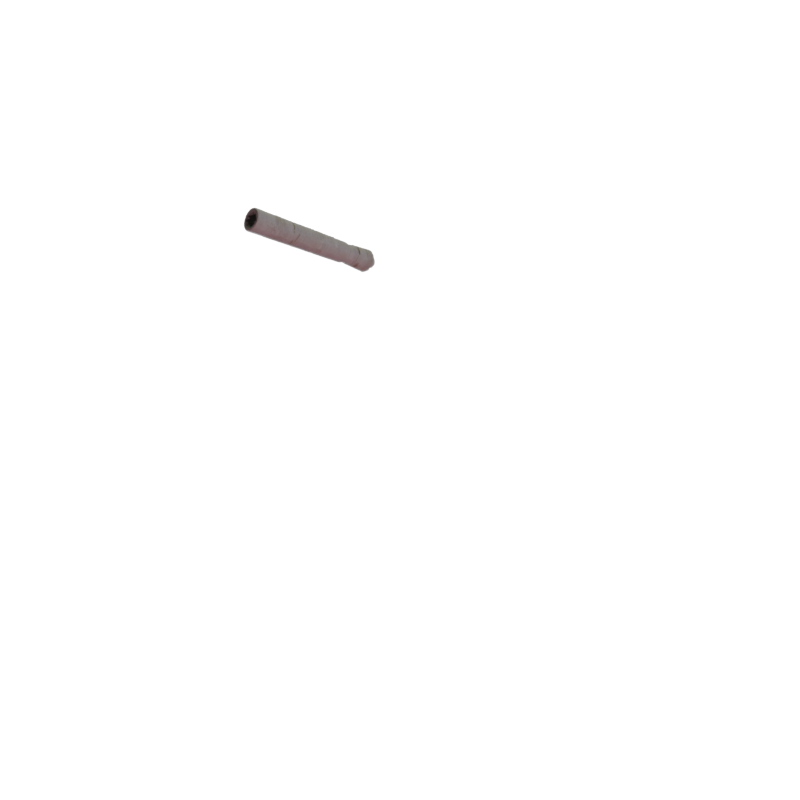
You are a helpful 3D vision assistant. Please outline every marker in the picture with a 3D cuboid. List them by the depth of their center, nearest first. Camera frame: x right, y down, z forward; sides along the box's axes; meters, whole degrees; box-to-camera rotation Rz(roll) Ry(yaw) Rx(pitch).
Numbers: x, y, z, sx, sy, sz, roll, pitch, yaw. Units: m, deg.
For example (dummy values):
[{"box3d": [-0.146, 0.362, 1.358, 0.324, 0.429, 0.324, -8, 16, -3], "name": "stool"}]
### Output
[{"box3d": [-0.068, -0.124, 0.872, 0.114, 0.020, 0.021, 16, -6, -35], "name": "marker"}]
